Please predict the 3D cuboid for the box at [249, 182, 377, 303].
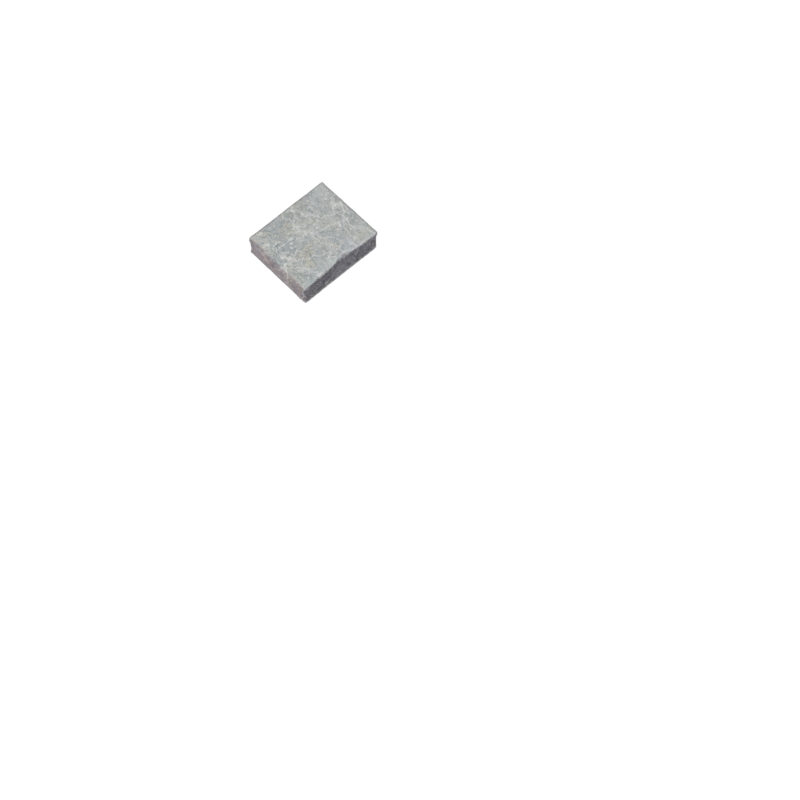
[{"bbox_3d":[-0.076,-0.139,0.974,0.090,0.077,0.028,-39,-22,-20],"label":"box"}]
